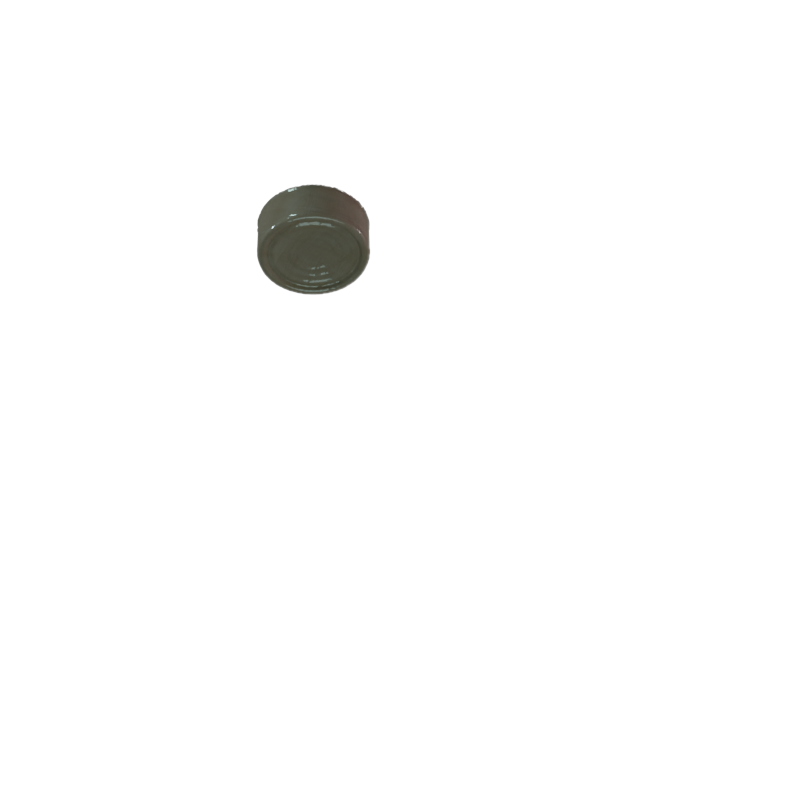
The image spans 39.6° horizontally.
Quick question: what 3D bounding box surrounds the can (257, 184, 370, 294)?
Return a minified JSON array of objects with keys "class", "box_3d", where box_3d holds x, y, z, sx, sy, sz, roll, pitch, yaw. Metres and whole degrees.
[{"class":"can","box_3d":[-0.065,-0.119,0.834,0.086,0.036,0.080,1,-42,-1]}]
